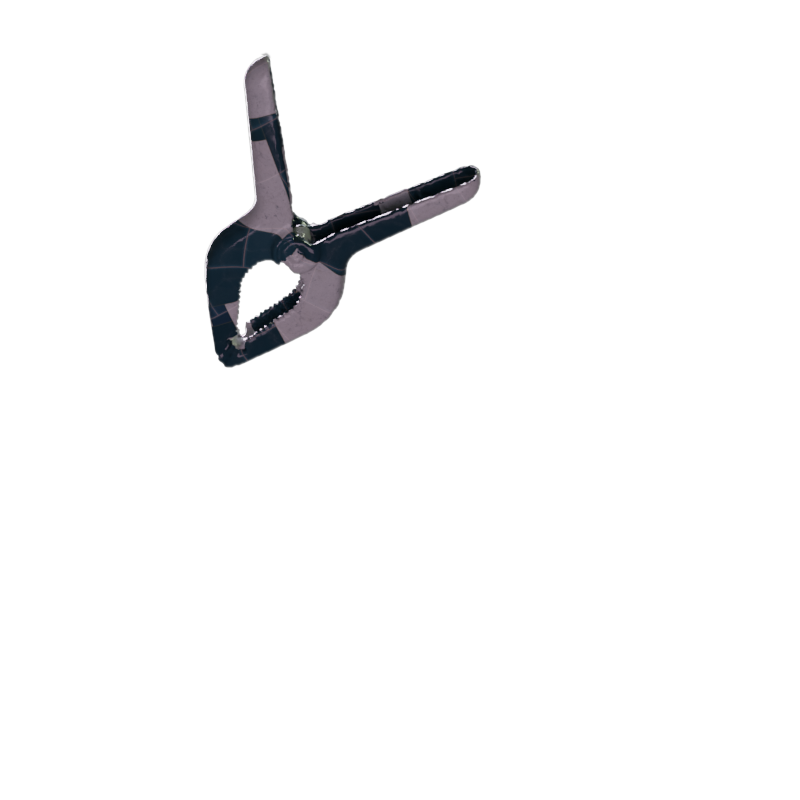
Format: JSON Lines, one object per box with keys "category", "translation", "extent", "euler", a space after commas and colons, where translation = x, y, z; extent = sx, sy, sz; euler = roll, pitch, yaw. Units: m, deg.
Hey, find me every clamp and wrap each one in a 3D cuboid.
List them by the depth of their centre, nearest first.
{"category": "clamp", "translation": [-0.057, -0.103, 0.723], "extent": [0.161, 0.202, 0.039], "euler": [21, 27, -12]}
